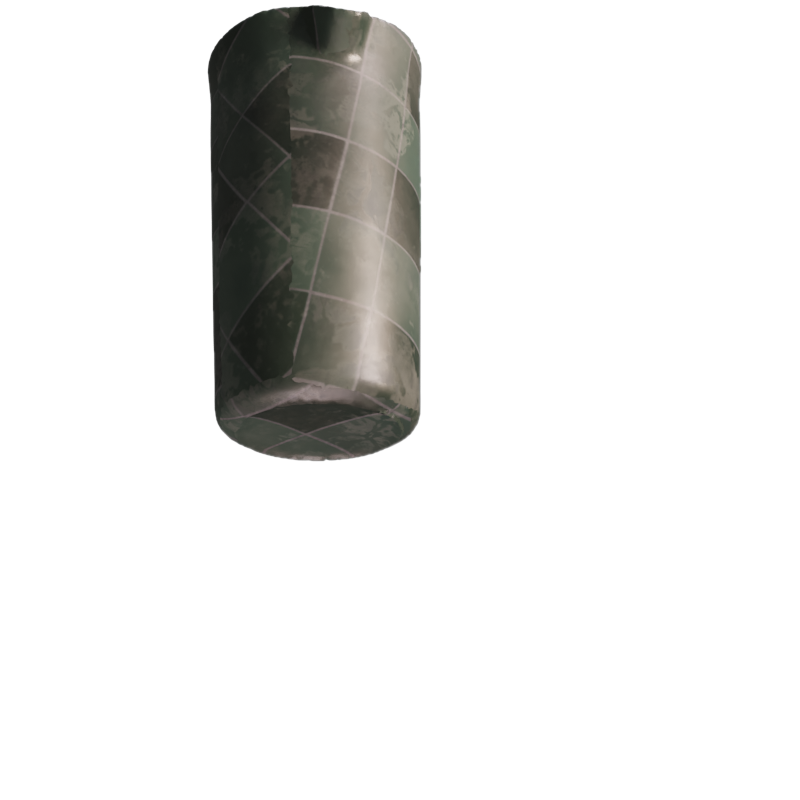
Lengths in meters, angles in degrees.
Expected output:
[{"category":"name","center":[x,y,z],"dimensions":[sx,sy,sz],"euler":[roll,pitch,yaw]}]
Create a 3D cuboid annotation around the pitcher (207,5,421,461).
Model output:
[{"category":"pitcher","center":[-0.050,-0.092,0.644],"dimensions":[0.147,0.258,0.138],"euler":[-16,-30,25]}]
